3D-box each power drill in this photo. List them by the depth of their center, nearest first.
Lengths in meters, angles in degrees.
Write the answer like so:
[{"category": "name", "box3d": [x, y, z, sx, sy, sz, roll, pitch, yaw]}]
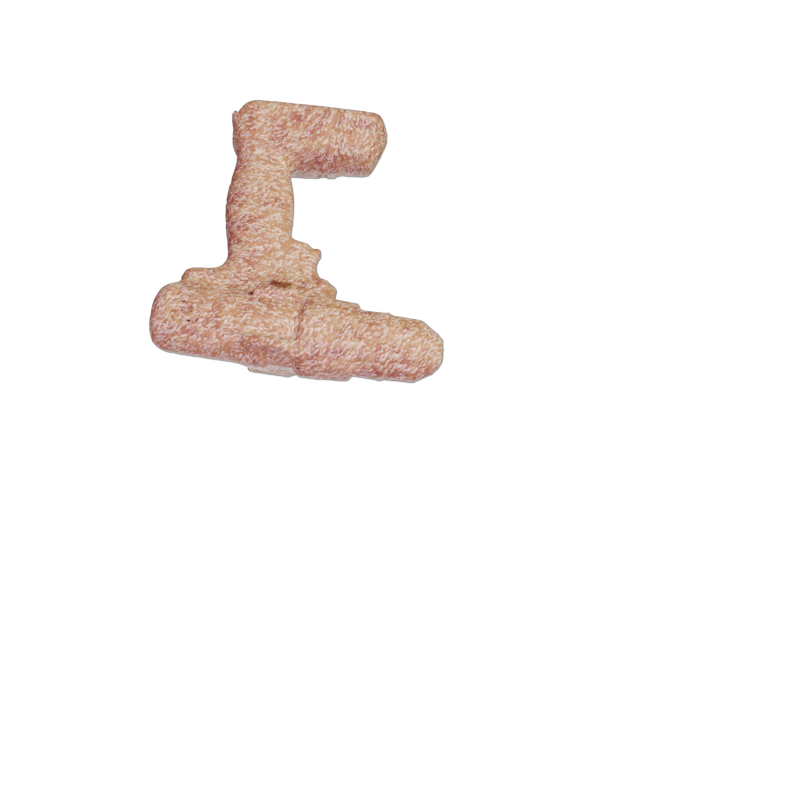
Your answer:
[{"category": "power drill", "box3d": [-0.057, -0.103, 0.723, 0.186, 0.198, 0.054, 7, -29, 4]}]
